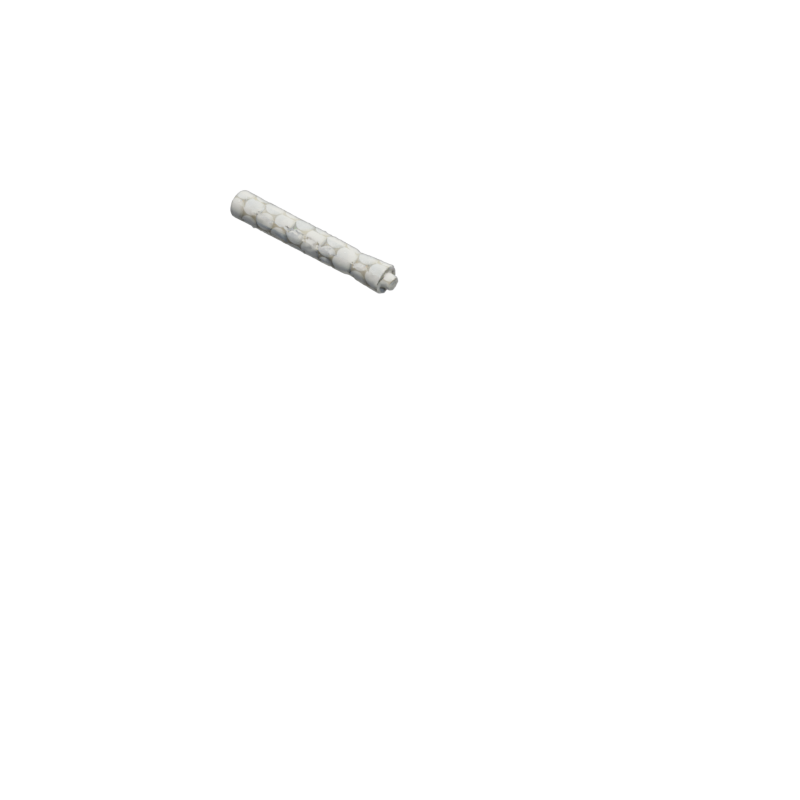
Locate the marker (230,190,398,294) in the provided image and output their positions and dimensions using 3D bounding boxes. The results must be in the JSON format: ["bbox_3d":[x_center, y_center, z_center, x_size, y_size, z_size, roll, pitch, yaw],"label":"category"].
[{"bbox_3d":[-0.053,-0.096,0.675,0.128,0.019,0.019,30,18,27],"label":"marker"}]
